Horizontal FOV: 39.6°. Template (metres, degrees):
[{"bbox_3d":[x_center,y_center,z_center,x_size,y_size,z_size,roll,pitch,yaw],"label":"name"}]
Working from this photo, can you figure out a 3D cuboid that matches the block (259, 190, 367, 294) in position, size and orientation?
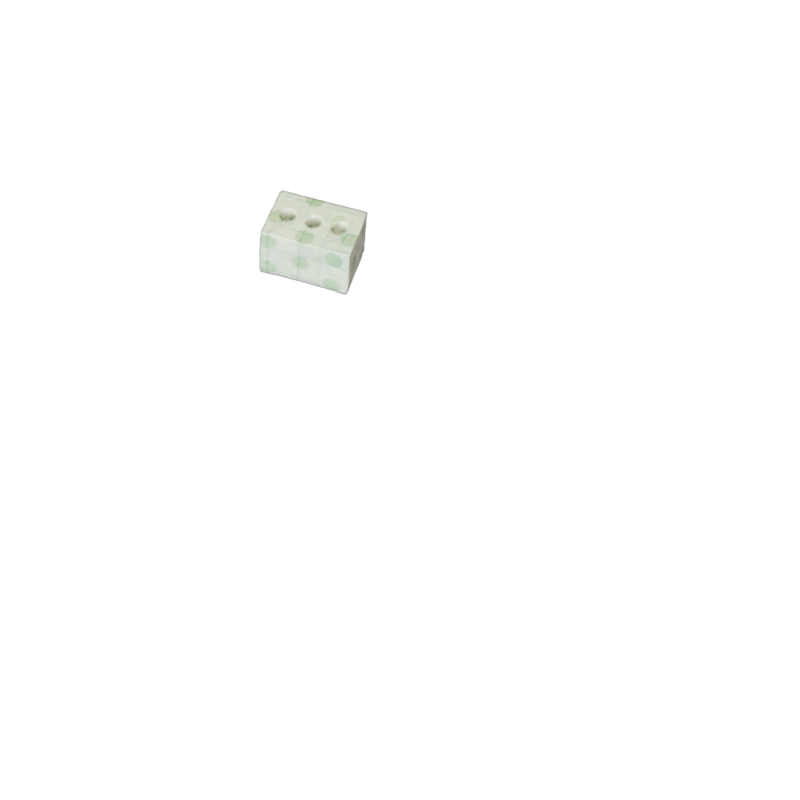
[{"bbox_3d":[-0.071,-0.130,0.913,0.080,0.055,0.048,15,-36,10],"label":"block"}]
